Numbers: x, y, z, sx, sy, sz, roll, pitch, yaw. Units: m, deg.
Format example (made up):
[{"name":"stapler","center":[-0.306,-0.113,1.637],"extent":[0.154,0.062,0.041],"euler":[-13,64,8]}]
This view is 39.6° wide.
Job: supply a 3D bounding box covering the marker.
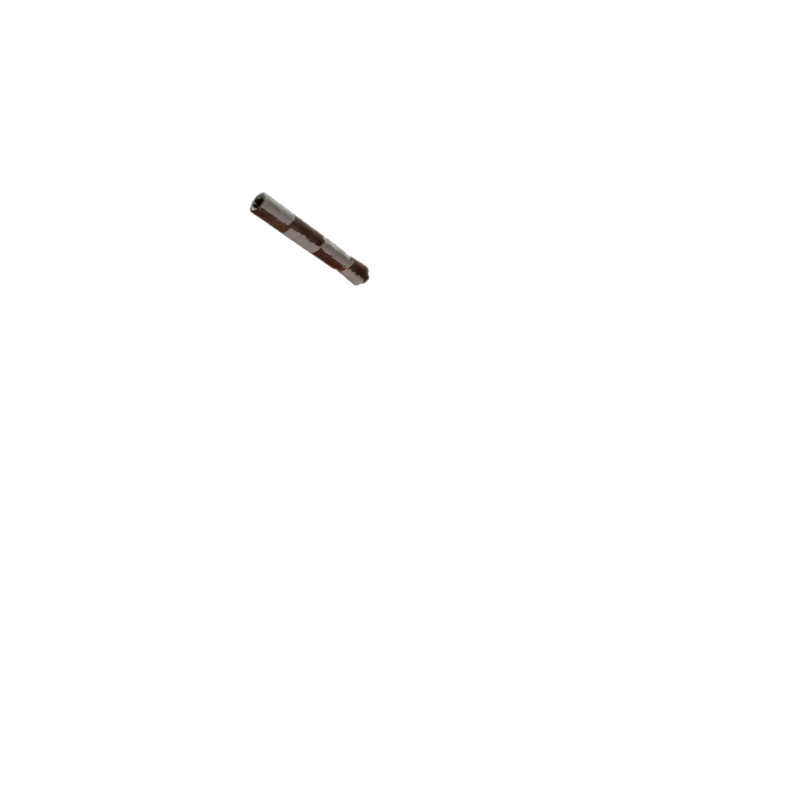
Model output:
[{"name":"marker","center":[-0.069,-0.126,0.885],"extent":[0.114,0.020,0.020],"euler":[33,-16,-31]}]
